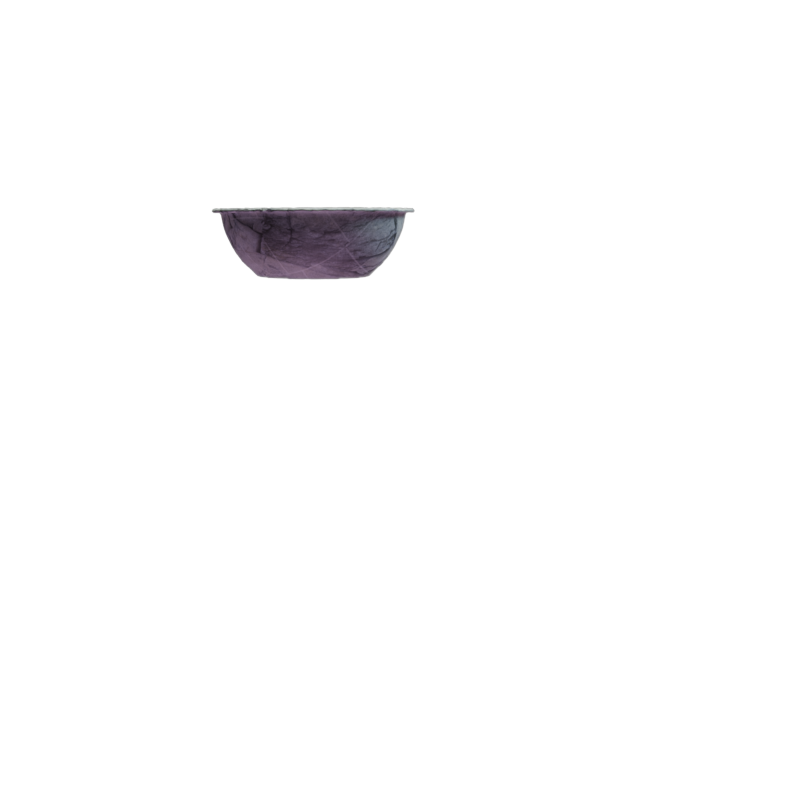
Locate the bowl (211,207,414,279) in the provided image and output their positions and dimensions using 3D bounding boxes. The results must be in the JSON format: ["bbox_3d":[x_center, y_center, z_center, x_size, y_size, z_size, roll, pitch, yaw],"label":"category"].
[{"bbox_3d":[-0.069,-0.126,0.886,0.162,0.054,0.165,0,9,-2],"label":"bowl"}]
